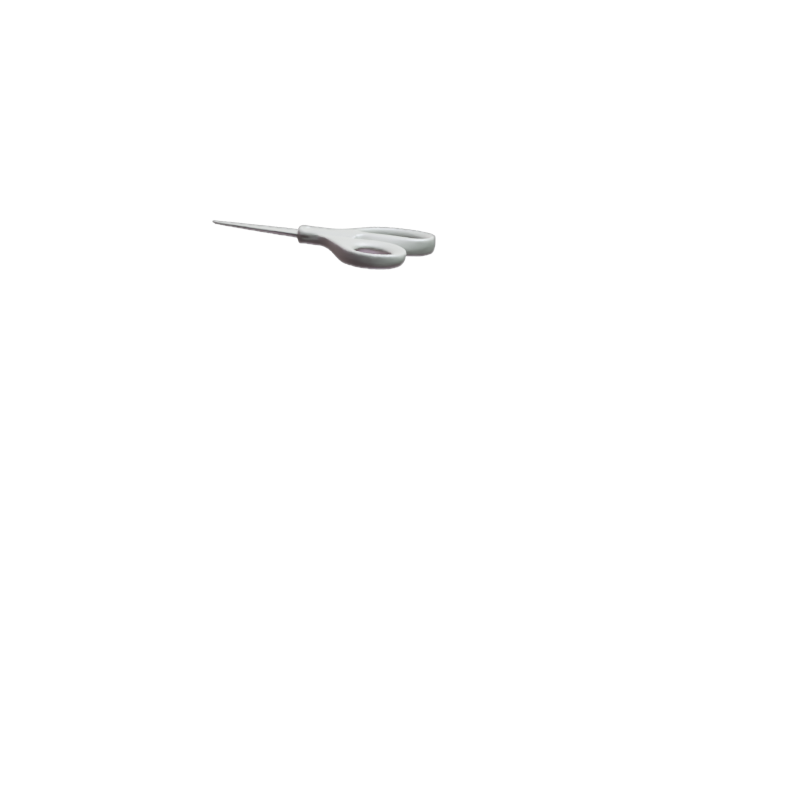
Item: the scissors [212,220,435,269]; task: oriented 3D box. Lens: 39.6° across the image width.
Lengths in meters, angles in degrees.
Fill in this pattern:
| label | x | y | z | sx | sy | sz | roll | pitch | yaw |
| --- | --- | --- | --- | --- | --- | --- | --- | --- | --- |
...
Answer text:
| label | x | y | z | sx | sy | sz | roll | pitch | yaw |
| --- | --- | --- | --- | --- | --- | --- | --- | --- | --- |
| scissors | -0.073 | -0.133 | 0.930 | 0.205 | 0.015 | 0.099 | 4 | 23 | 10 |
